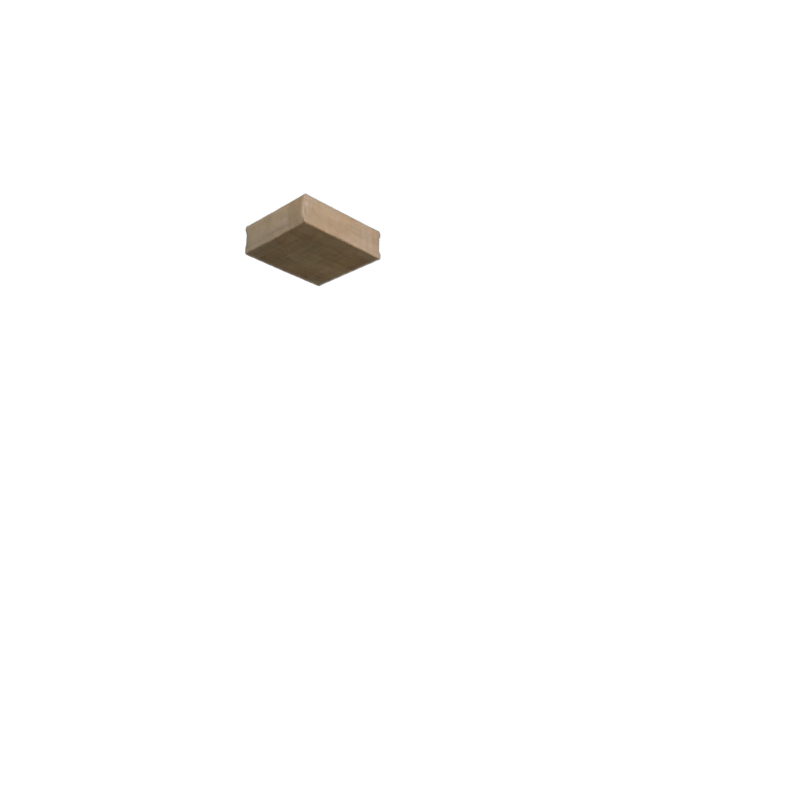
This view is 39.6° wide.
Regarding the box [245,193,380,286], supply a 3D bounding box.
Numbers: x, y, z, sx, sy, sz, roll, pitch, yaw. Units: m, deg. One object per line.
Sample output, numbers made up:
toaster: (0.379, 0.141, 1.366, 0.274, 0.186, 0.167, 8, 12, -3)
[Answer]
box: (-0.071, -0.130, 0.914, 0.073, 0.032, 0.084, -22, -31, 40)
